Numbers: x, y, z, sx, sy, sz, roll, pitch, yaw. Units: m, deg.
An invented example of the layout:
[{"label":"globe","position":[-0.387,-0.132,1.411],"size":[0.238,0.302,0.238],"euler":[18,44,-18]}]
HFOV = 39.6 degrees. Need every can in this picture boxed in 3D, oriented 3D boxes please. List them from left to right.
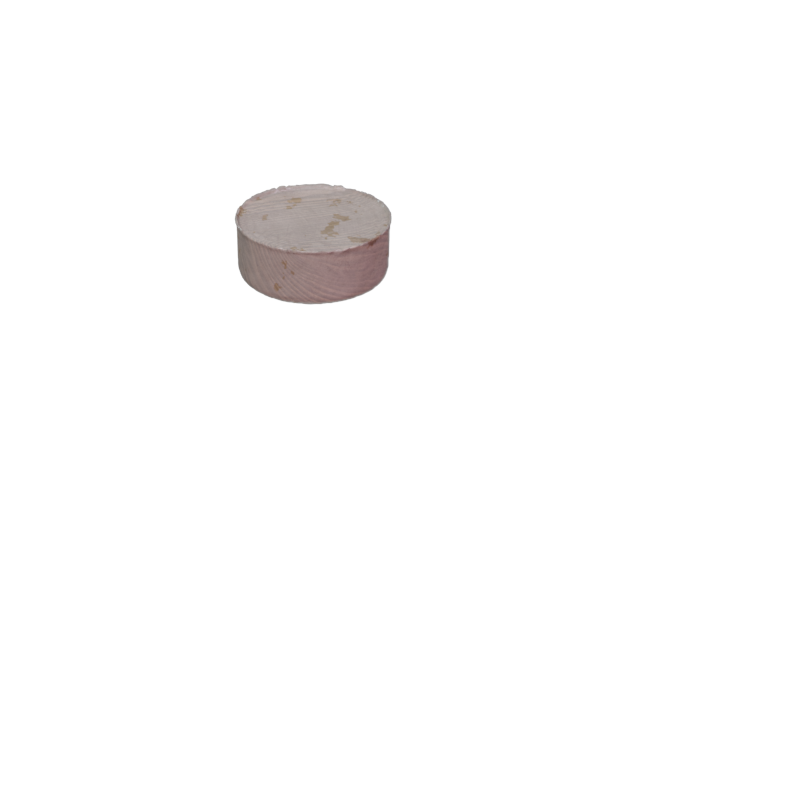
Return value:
[{"label":"can","position":[-0.048,-0.088,0.614],"size":[0.086,0.032,0.091],"euler":[-1,33,-2]}]
